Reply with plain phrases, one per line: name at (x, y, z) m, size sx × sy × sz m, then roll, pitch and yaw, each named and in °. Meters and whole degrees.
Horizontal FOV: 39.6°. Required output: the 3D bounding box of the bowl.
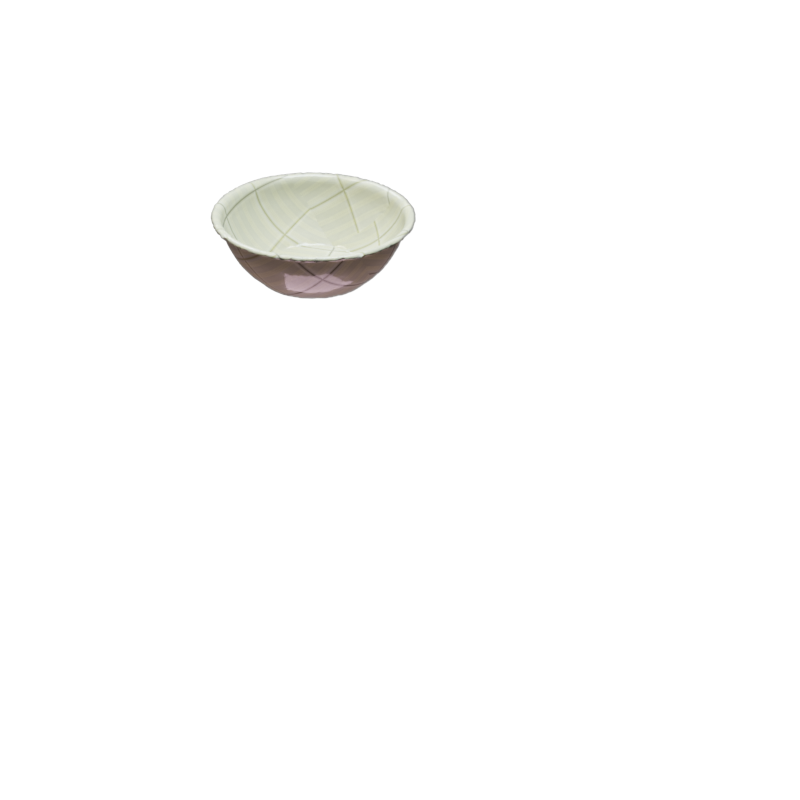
bowl at (-0.070, -0.127, 0.888) m, size 0.162 × 0.052 × 0.173 m, roll -1°, pitch 33°, yaw -2°
